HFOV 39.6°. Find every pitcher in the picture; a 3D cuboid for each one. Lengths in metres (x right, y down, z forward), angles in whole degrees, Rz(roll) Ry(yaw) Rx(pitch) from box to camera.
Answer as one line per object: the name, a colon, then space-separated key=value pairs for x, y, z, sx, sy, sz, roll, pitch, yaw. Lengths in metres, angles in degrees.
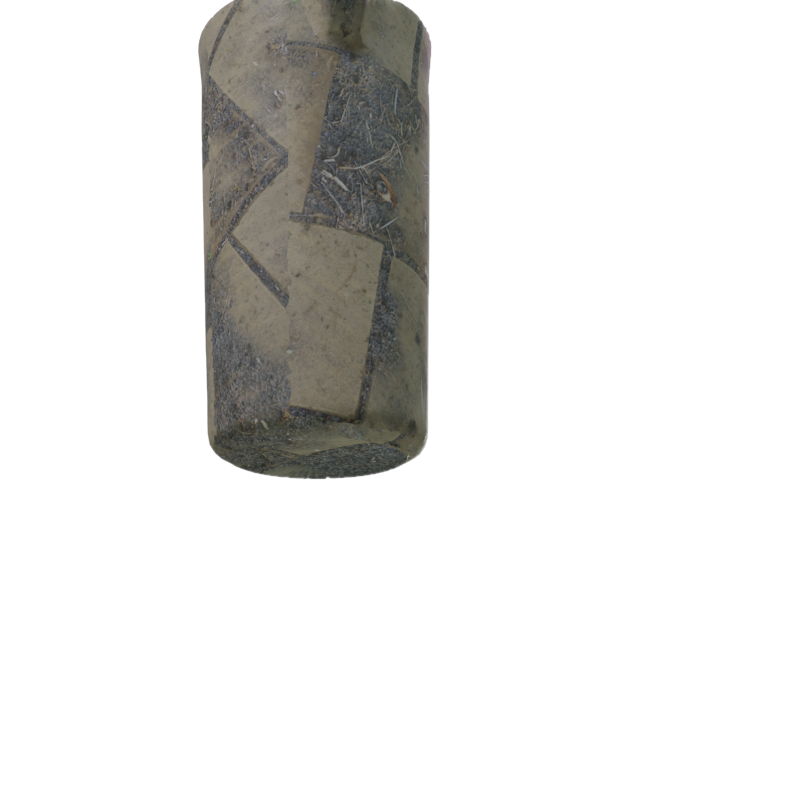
pitcher: x=-0.047 y=-0.085 z=0.599 sx=0.147 sy=0.256 sz=0.139 roll=-13 pitch=-25 yaw=27
